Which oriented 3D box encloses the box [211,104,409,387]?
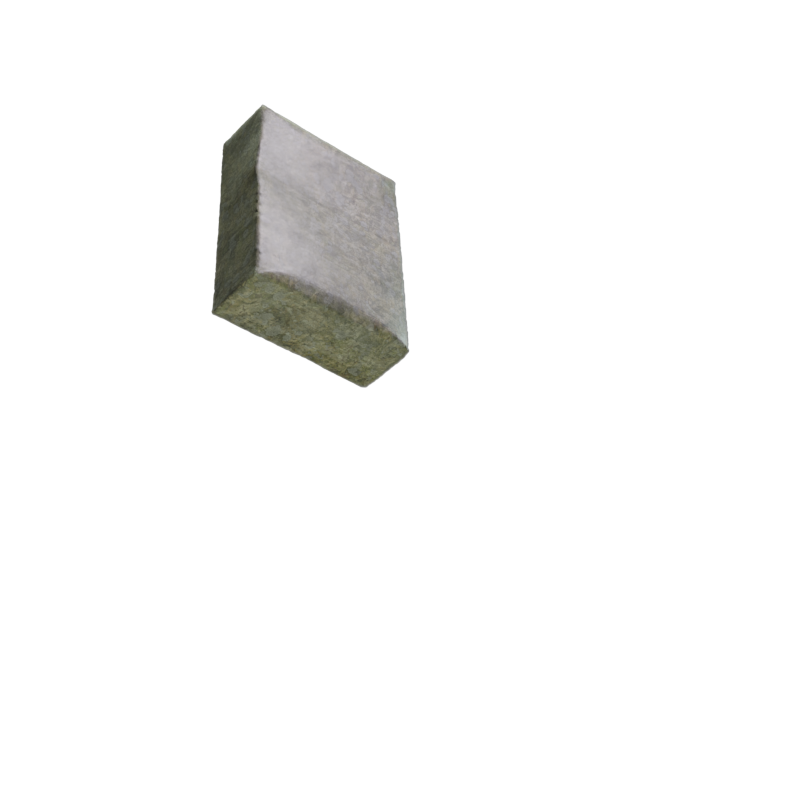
[{"bbox_3d":[-0.076,-0.139,0.973,0.155,0.230,0.071,26,-48,-29],"label":"box"}]
